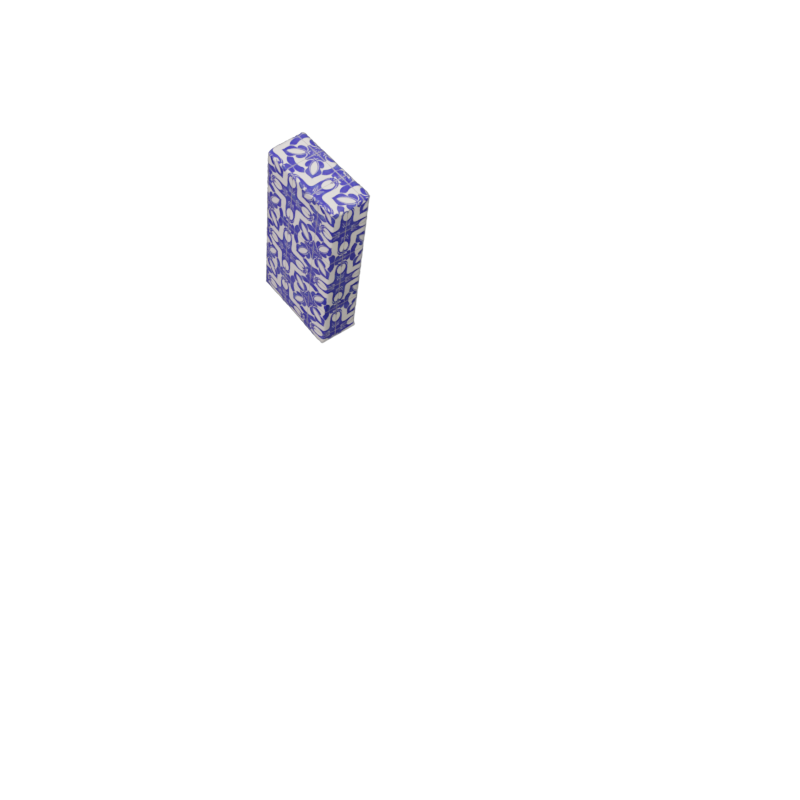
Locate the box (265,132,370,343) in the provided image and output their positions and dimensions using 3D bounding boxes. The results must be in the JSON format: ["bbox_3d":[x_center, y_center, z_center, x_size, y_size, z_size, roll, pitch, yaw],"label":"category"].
[{"bbox_3d":[-0.076,-0.138,0.965,0.048,0.100,0.165,-31,-28,-23],"label":"box"}]
